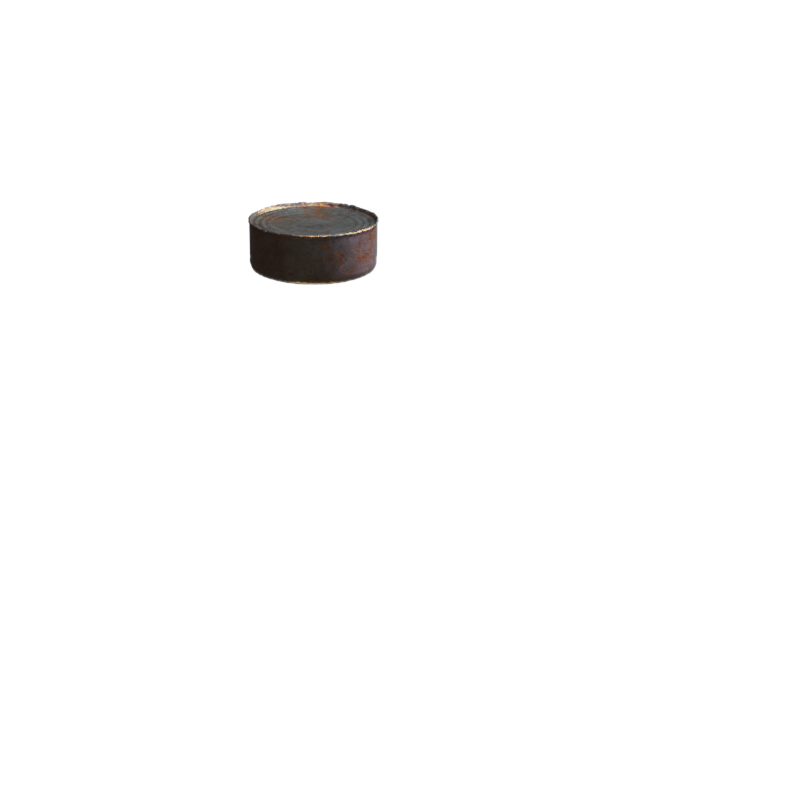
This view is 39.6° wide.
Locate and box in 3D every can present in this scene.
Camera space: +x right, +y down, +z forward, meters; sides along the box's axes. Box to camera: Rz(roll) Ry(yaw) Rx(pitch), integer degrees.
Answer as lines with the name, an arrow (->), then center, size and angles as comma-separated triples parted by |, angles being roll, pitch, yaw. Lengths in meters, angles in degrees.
can -> -0.057, -0.105, 0.733 | 0.086, 0.032, 0.090 | -1, 23, -2
